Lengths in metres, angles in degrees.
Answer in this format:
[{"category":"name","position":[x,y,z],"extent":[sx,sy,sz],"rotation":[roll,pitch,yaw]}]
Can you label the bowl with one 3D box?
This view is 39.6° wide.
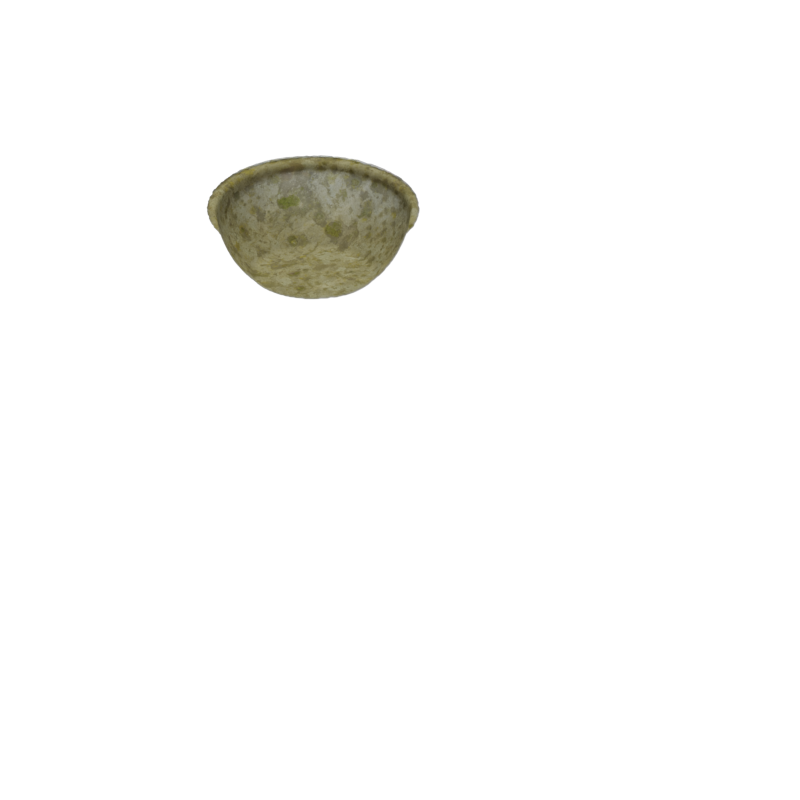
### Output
[{"category":"bowl","position":[-0.065,-0.119,0.833],"extent":[0.162,0.058,0.154],"rotation":[1,-21,-2]}]
